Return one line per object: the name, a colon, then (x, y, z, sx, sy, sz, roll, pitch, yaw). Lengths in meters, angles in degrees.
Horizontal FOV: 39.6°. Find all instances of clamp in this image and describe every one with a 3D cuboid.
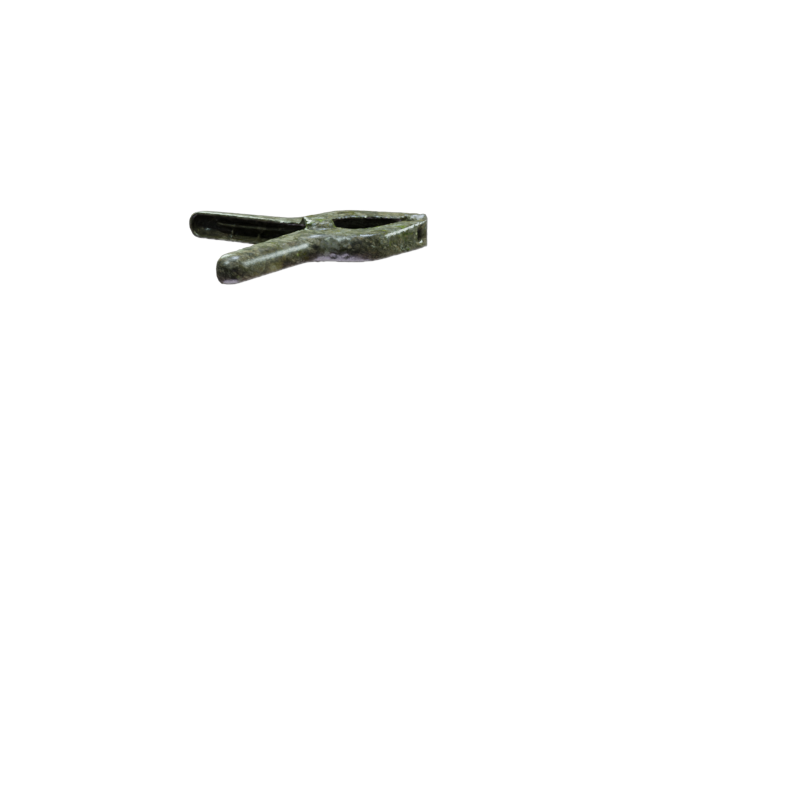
clamp: (-0.075, -0.136, 0.955, 0.208, 0.035, 0.174, -4, 24, -8)
